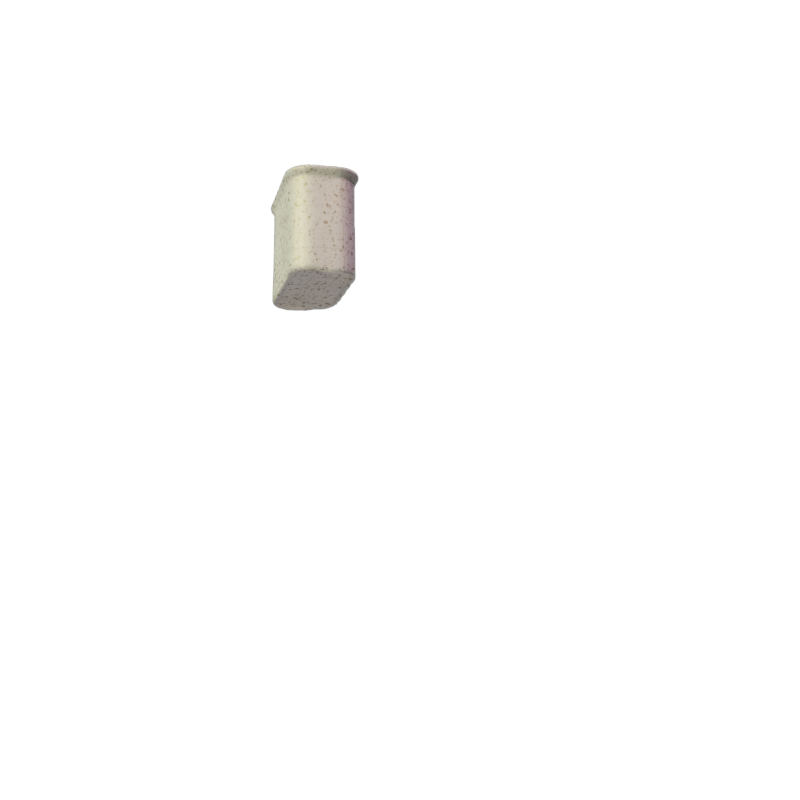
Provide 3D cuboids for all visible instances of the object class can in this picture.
[{"bbox_3d":[-0.067,-0.123,0.860,0.056,0.088,0.099,4,-18,-14],"label":"can"}]
